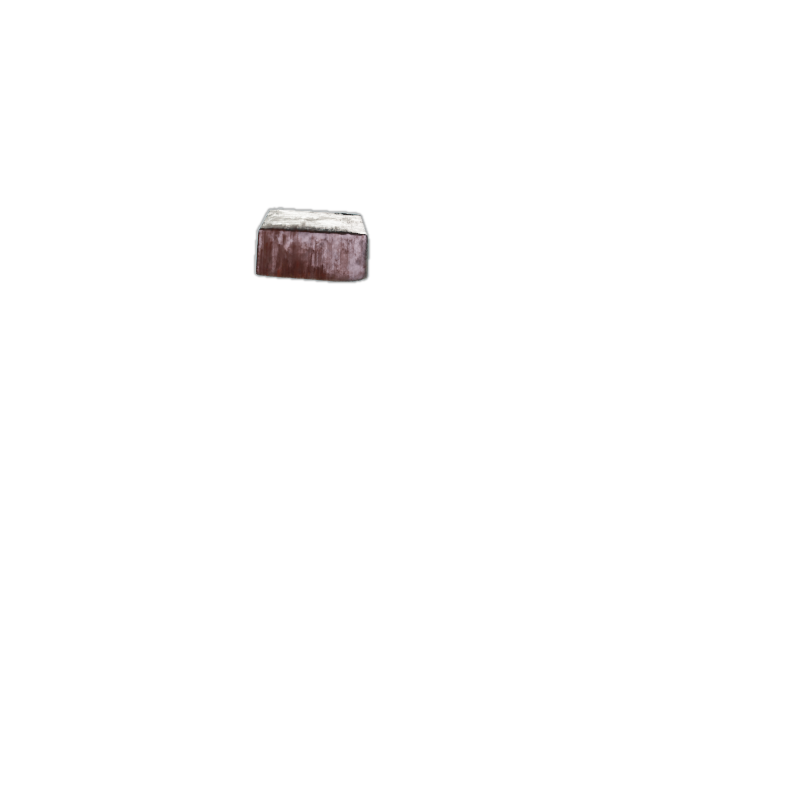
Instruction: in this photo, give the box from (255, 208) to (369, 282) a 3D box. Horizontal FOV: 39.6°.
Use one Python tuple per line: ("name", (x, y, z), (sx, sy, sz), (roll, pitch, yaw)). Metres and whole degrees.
("box", (-0.077, -0.141, 0.983), (0.093, 0.047, 0.182), (3, 16, -4))
